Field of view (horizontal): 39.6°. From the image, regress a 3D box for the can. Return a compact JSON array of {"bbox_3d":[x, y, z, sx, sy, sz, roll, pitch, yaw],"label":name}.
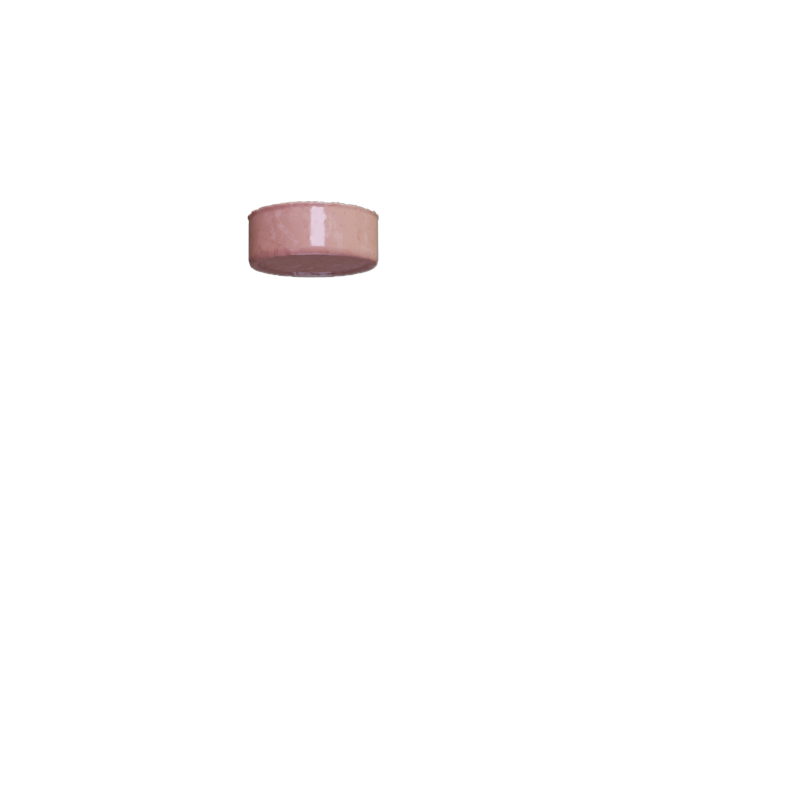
[{"bbox_3d":[-0.056,-0.103,0.721,0.086,0.034,0.084,0,-5,-2],"label":"can"}]
